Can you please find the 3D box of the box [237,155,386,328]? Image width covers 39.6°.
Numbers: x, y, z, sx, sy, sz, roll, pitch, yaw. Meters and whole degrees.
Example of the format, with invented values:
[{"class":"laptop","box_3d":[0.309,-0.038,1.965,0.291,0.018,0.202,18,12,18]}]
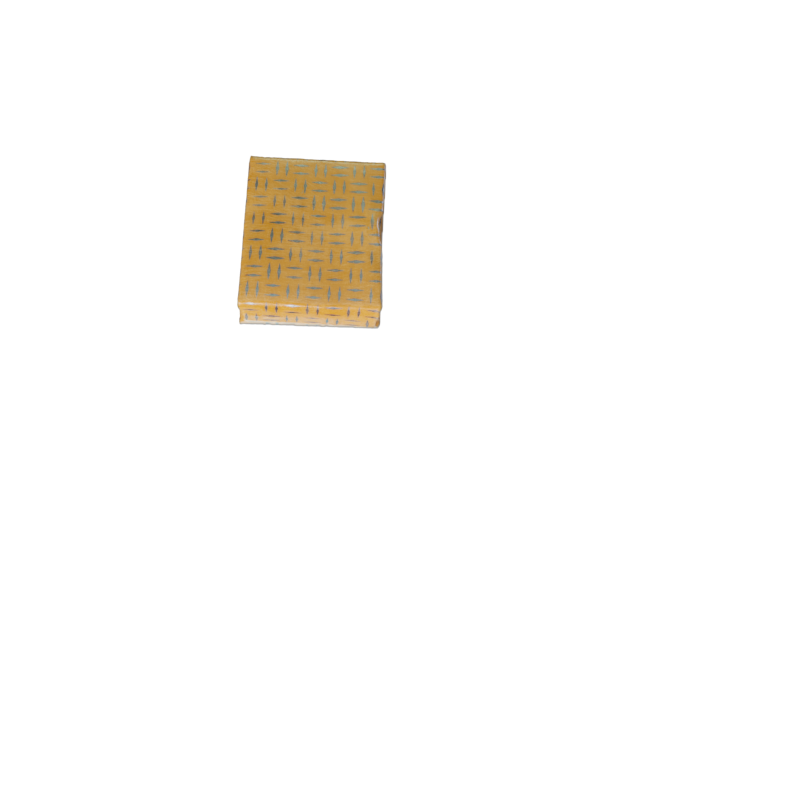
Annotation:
[{"class":"box","box_3d":[-0.045,-0.082,0.576,0.073,0.094,0.028,2,-26,0]}]
